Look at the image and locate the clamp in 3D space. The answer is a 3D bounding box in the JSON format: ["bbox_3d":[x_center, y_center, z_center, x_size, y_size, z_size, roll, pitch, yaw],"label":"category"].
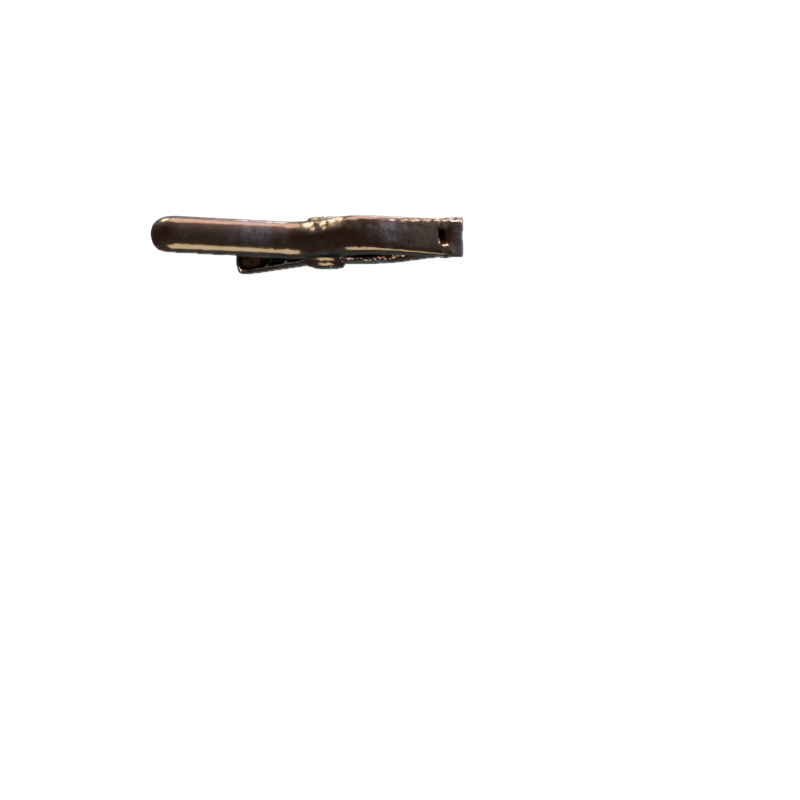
[{"bbox_3d":[-0.062,-0.113,0.794,0.216,0.037,0.159,0,1,24],"label":"clamp"}]
